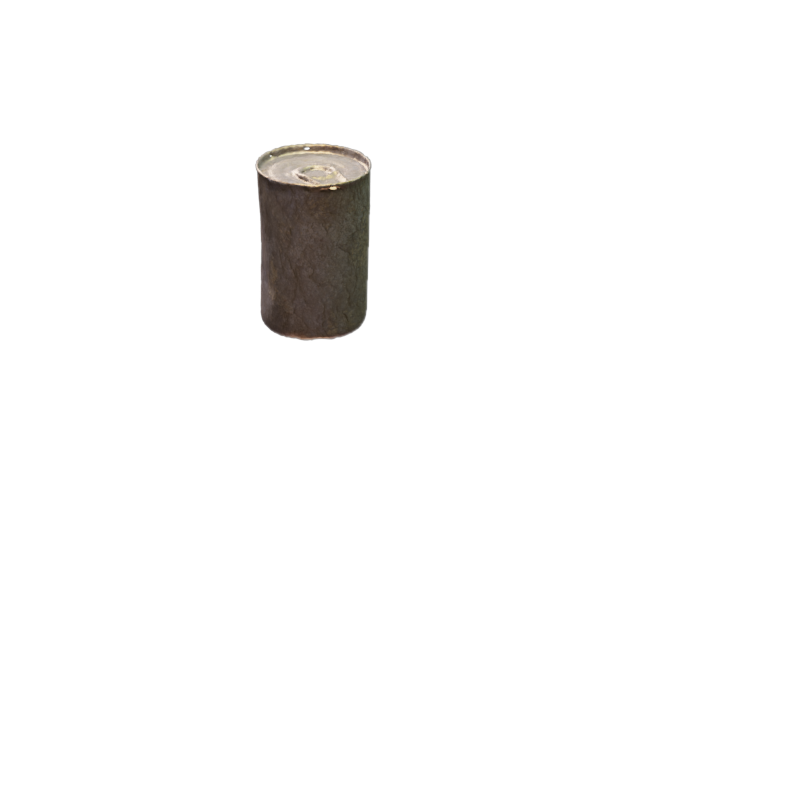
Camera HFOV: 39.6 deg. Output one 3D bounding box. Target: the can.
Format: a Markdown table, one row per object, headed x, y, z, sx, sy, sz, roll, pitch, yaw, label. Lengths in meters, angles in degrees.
| x | y | z | sx | sy | sz | roll | pitch | yaw | label |
| --- | --- | --- | --- | --- | --- | --- | --- | --- | --- |
| -0.052 | -0.095 | 0.667 | 0.068 | 0.097 | 0.073 | 0 | 28 | -2 | can |
